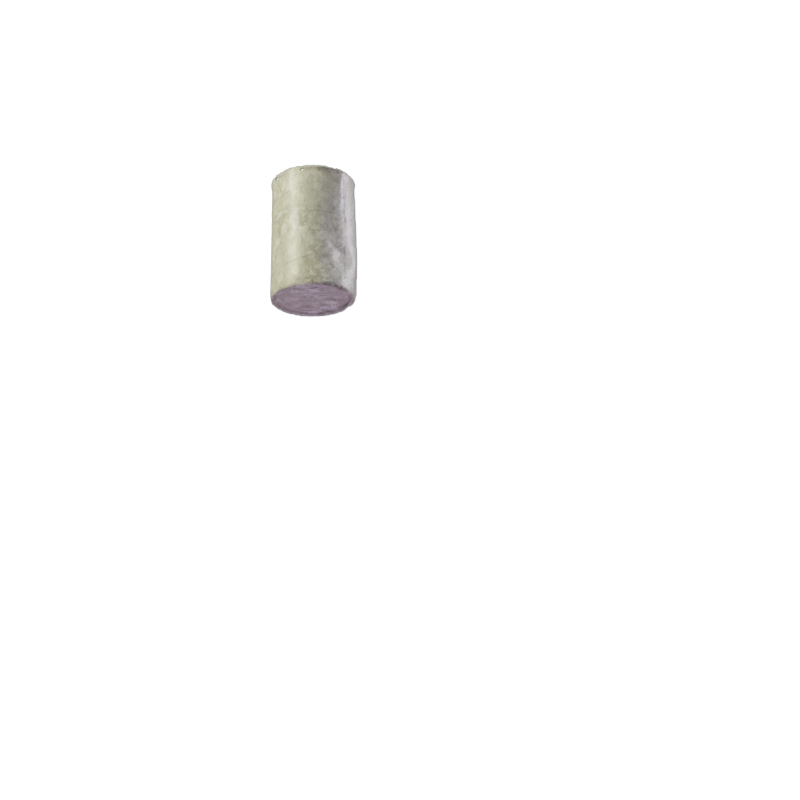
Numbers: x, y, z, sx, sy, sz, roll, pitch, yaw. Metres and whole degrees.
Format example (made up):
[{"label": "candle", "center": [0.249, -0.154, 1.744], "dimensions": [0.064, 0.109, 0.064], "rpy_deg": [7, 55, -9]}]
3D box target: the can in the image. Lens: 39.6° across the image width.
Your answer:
[{"label": "can", "center": [-0.068, -0.125, 0.875], "dimensions": [0.068, 0.108, 0.065], "rpy_deg": [0, -23, -2]}]
